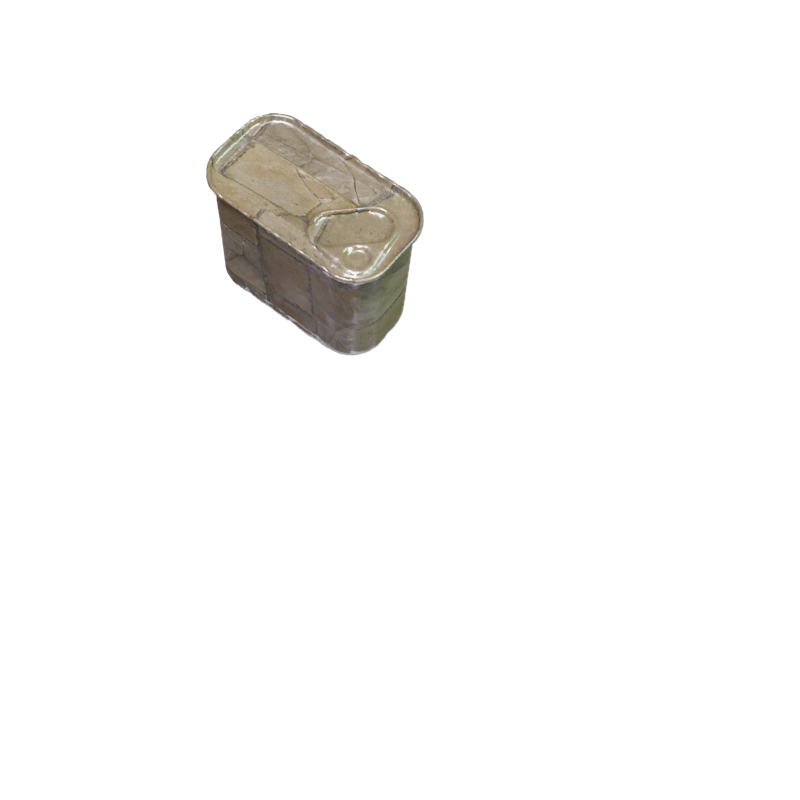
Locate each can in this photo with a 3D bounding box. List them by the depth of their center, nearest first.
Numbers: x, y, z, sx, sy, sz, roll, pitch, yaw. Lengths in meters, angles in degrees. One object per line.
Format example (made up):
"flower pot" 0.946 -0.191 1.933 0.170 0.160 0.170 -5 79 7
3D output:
"can" -0.042 -0.077 0.539 0.106 0.058 0.079 36 -24 17
